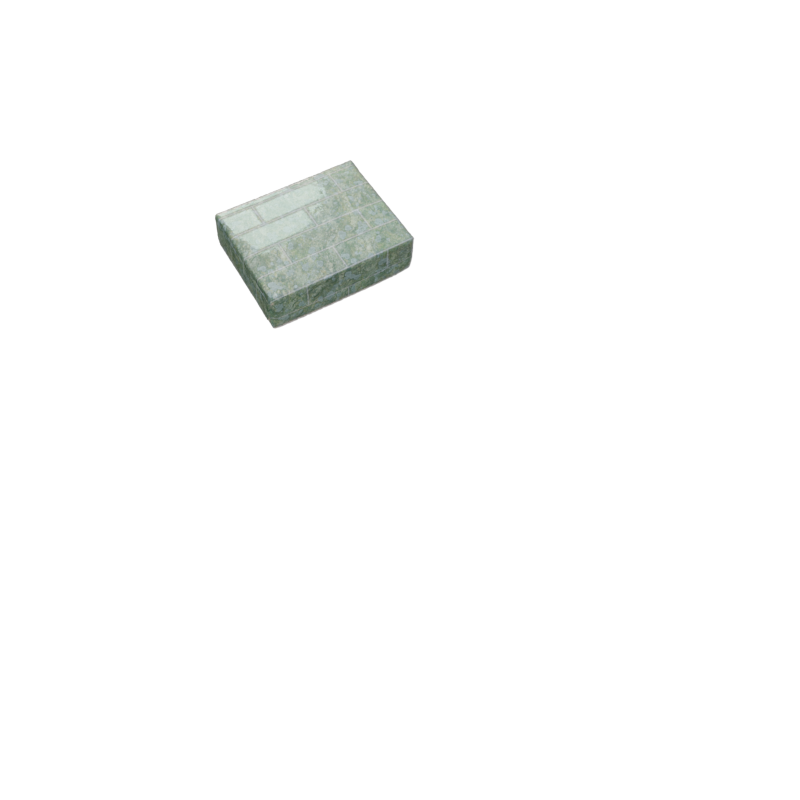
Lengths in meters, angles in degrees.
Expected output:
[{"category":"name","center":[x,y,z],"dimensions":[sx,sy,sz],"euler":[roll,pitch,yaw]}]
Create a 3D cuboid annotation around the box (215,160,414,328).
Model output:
[{"category":"box","center":[-0.061,-0.111,0.777],"dimensions":[0.113,0.097,0.036],"euler":[-24,-34,-18]}]
